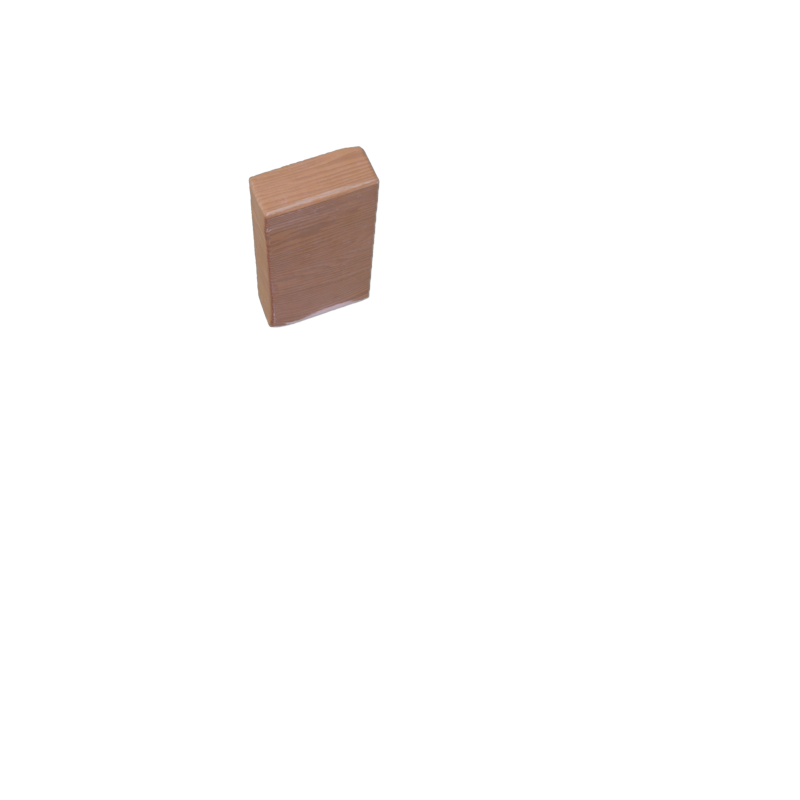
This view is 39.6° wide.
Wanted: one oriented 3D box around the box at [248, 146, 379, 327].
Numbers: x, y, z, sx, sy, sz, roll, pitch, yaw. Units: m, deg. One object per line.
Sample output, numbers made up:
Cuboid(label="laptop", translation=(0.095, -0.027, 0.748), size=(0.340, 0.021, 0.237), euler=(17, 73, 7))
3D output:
Cuboid(label="box", translation=(-0.070, -0.127, 0.889), size=(0.093, 0.051, 0.166), euler=(-19, -26, -13))
